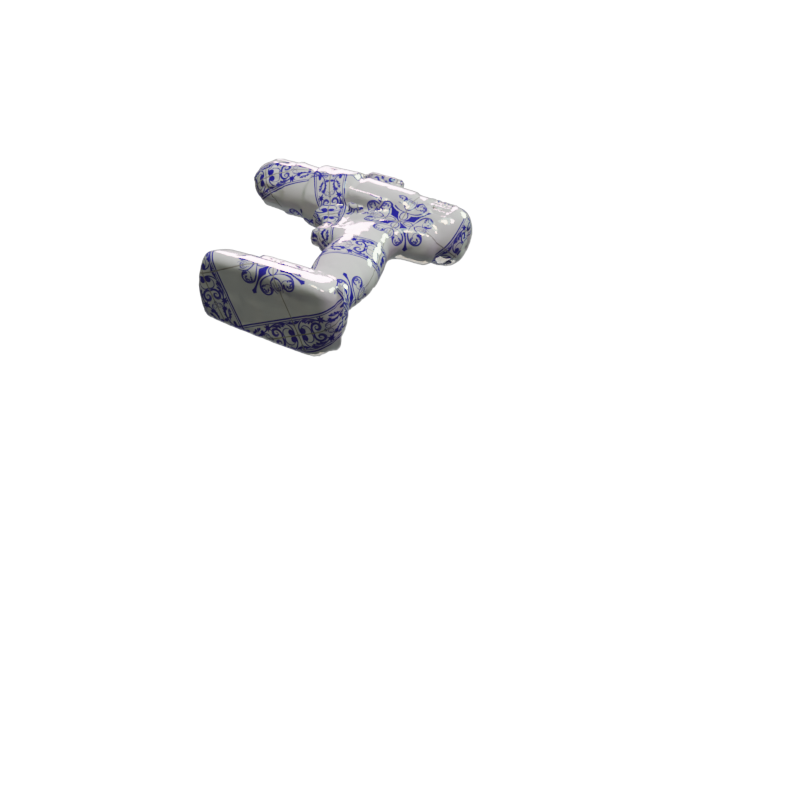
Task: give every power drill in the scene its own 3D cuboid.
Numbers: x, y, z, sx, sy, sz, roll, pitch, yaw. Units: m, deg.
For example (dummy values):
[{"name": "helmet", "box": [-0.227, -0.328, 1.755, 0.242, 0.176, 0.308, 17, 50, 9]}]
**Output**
[{"name": "power drill", "box": [-0.063, -0.115, 0.807, 0.193, 0.054, 0.191, 18, 39, 23]}]
